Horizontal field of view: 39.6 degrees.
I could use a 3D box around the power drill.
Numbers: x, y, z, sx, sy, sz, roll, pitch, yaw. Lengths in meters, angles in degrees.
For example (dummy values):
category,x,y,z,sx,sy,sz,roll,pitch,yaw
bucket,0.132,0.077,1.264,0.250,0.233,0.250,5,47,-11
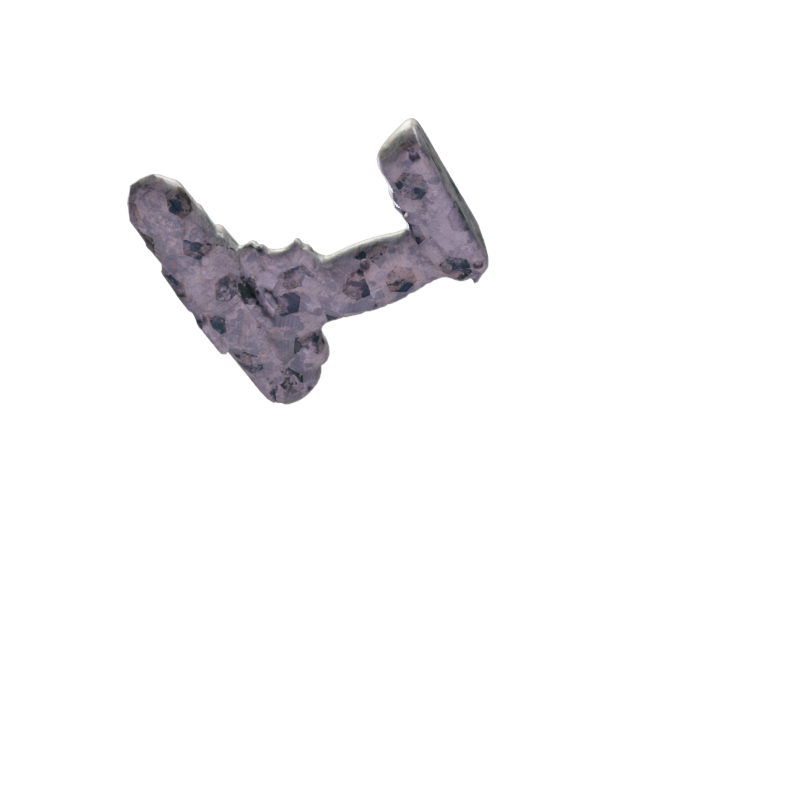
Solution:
category,x,y,z,sx,sy,sz,roll,pitch,yaw
power drill,-0.055,-0.100,0.698,0.188,0.173,0.061,-26,30,16
